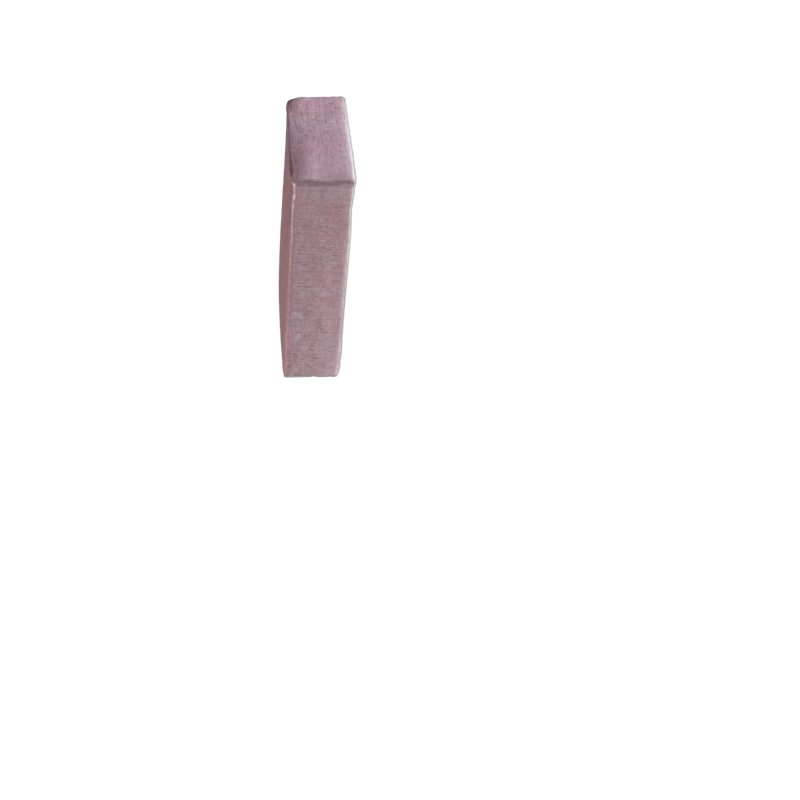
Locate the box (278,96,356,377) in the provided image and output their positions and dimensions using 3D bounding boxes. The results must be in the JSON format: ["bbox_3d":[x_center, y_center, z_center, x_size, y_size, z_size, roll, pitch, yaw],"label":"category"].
[{"bbox_3d":[-0.059,-0.106,0.745,0.048,0.164,0.101,-2,45,-6],"label":"box"}]
